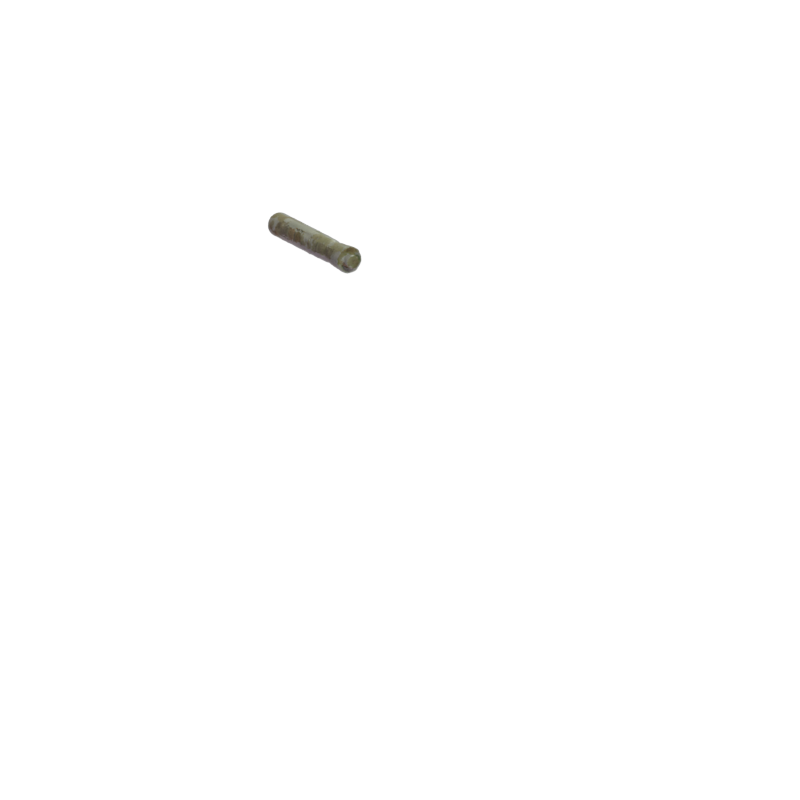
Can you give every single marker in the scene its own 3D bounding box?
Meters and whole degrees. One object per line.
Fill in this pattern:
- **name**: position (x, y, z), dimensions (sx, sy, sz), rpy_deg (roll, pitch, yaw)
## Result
- **marker**: position (-0.062, -0.114, 0.797), dimensions (0.019, 0.019, 0.129), rpy_deg (-2, 20, -30)
